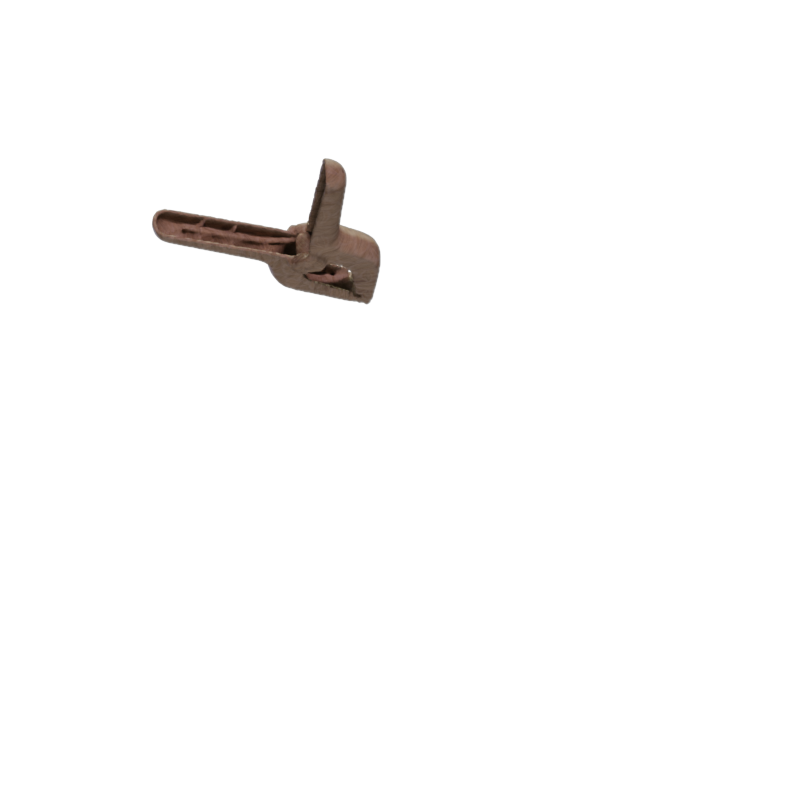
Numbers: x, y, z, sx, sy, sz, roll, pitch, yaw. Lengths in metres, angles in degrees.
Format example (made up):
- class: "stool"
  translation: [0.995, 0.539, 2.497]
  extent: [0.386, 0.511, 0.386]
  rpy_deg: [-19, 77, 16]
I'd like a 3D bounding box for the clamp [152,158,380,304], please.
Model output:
- class: "clamp"
  translation: [-0.069, -0.126, 0.883]
  extent: [0.167, 0.038, 0.196]
  rpy_deg: [-13, -23, 33]
